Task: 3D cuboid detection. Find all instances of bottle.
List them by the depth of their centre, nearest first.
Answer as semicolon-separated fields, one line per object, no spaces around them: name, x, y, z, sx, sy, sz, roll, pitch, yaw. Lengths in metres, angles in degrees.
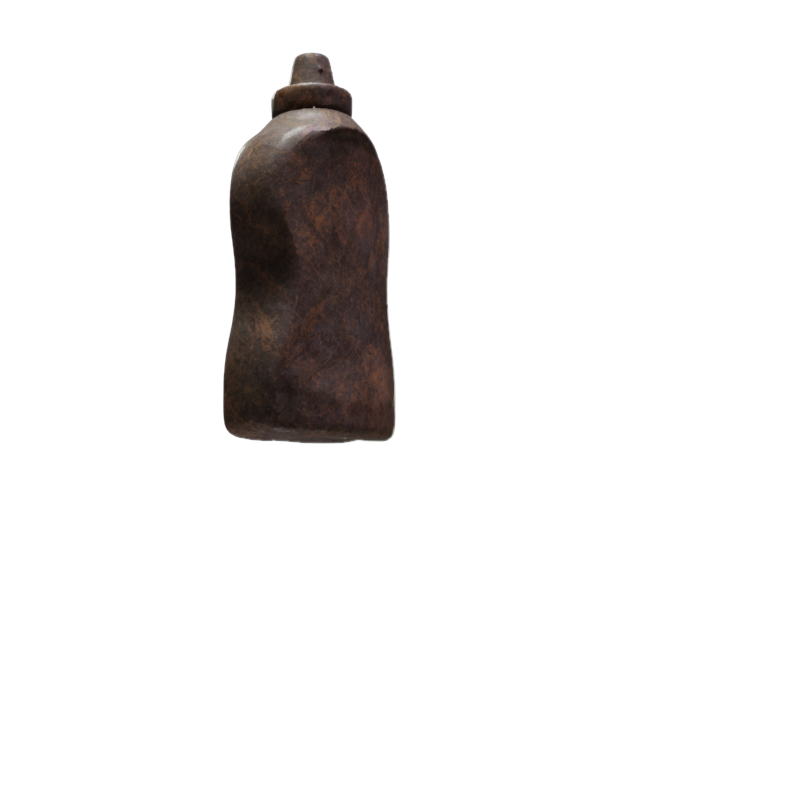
bottle;-0.043;-0.077;0.542;0.060;0.197;0.091;-10;-15;38
